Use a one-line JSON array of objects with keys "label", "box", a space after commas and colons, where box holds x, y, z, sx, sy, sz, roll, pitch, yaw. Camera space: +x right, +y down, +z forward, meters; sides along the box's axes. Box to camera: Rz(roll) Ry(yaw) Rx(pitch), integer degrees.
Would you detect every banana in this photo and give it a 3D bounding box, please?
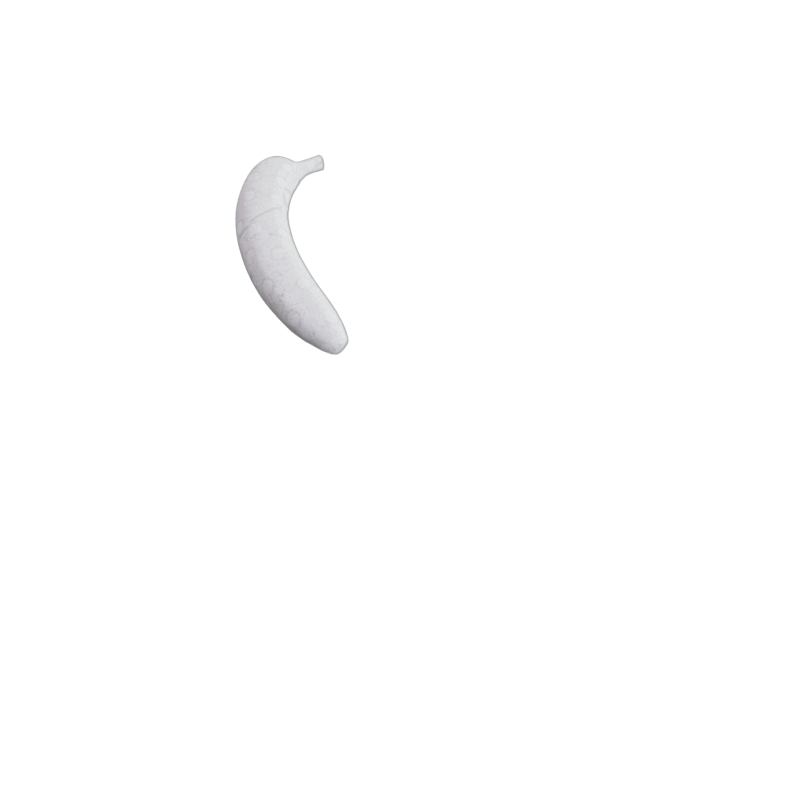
[{"label": "banana", "box": [-0.079, -0.111, 0.768, 0.069, 0.213, 0.034, -4, -41, -5]}]
